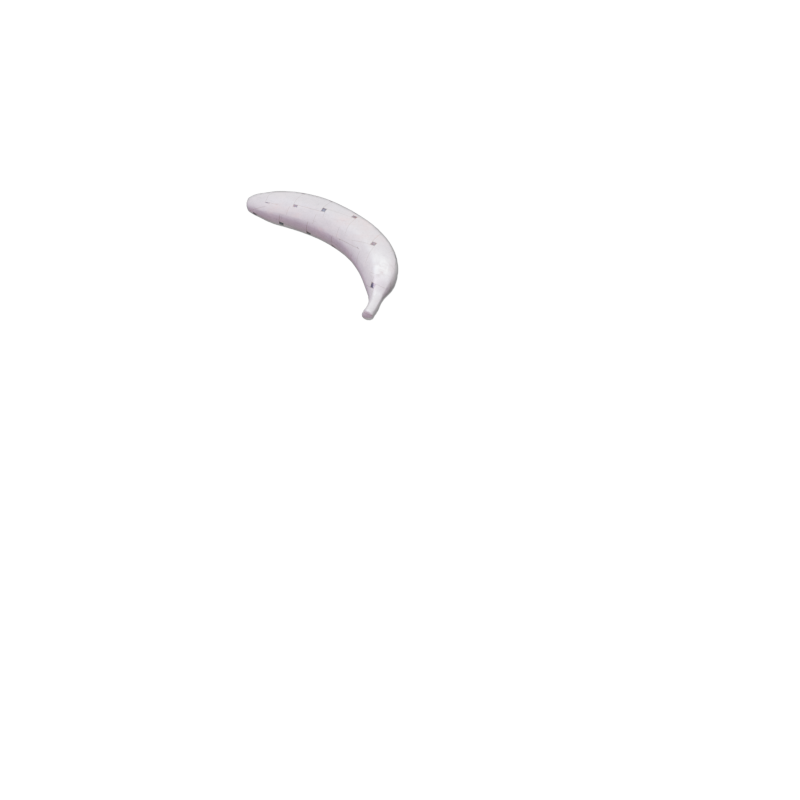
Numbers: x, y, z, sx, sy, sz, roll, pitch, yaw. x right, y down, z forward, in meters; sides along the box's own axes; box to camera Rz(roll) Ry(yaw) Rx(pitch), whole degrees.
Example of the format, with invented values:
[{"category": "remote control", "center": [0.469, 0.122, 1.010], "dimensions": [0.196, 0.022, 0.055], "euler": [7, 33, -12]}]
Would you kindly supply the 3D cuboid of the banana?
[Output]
[{"category": "banana", "center": [-0.061, -0.147, 1.002], "dimensions": [0.069, 0.034, 0.213], "euler": [-25, 47, -26]}]
